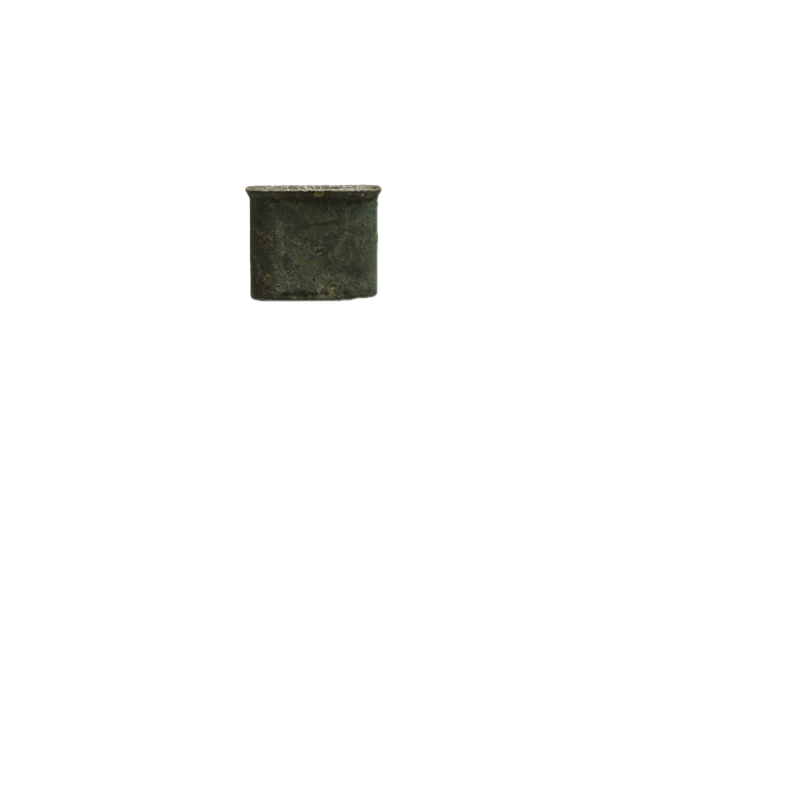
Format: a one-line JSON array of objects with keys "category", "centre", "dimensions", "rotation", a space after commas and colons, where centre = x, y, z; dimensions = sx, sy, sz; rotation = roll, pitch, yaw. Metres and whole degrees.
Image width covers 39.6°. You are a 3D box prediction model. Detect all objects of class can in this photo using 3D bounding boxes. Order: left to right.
[{"category": "can", "centre": [-0.066, -0.120, 0.839], "dimensions": [0.101, 0.082, 0.059], "rotation": [0, 9, -3]}]
